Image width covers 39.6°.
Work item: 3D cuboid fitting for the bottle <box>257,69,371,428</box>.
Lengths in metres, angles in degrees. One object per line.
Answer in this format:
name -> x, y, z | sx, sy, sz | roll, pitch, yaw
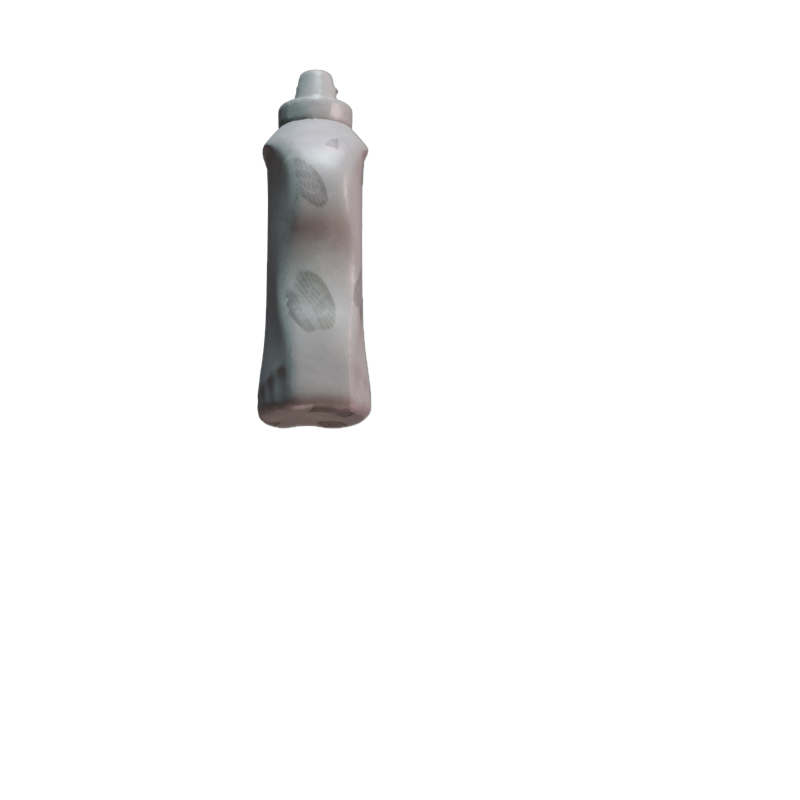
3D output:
bottle -> -0.046, -0.084, 0.591 | 0.058, 0.198, 0.093 | 0, -13, -6
